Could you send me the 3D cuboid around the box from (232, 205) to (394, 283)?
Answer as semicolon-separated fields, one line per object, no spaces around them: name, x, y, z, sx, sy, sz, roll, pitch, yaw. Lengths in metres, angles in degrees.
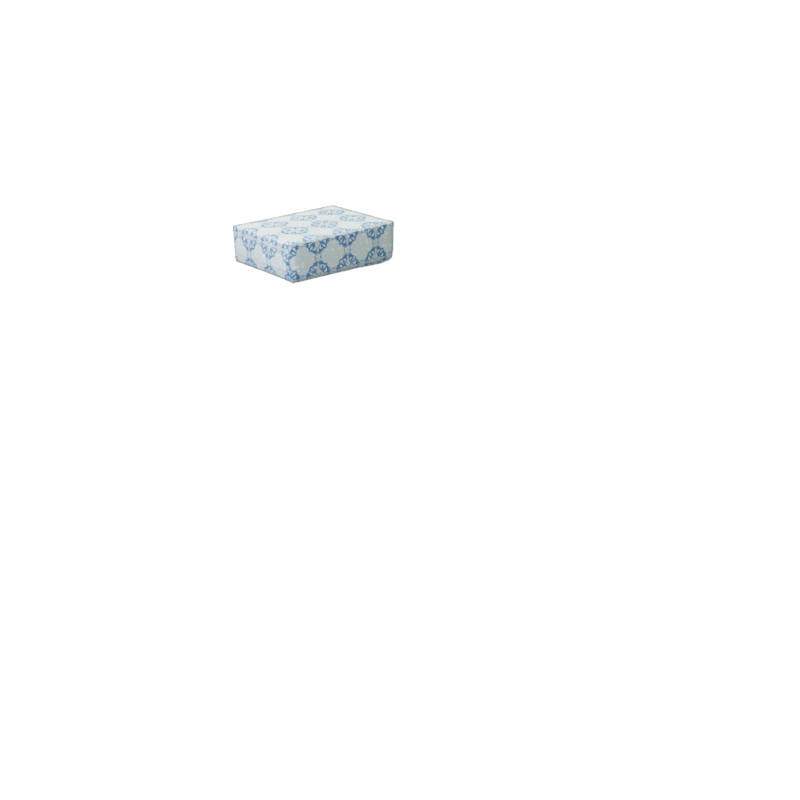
box;-0.076;-0.138;0.966;0.111;0.037;0.096;-16;26;-35
